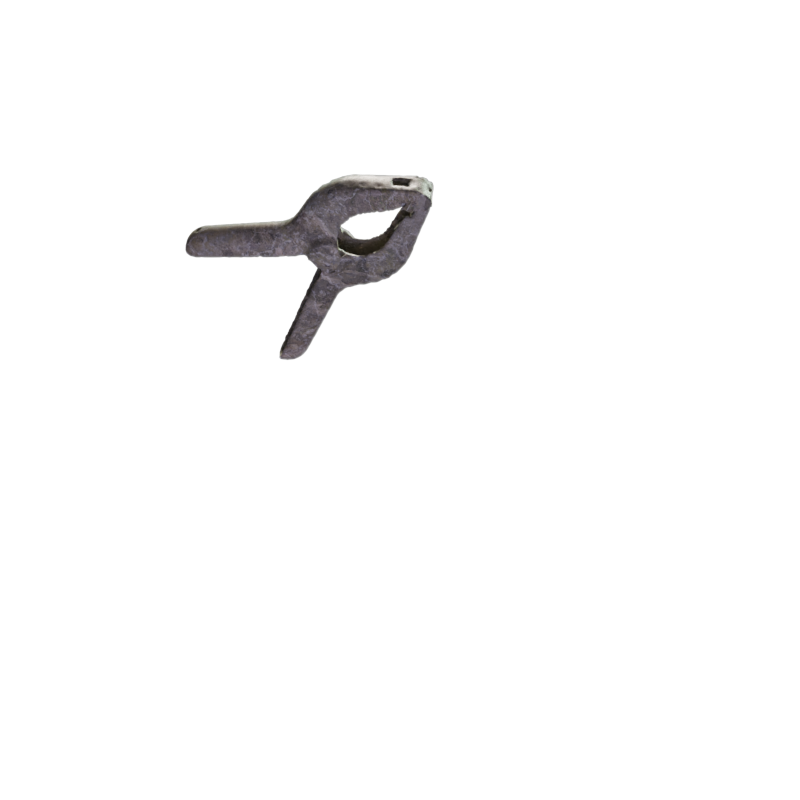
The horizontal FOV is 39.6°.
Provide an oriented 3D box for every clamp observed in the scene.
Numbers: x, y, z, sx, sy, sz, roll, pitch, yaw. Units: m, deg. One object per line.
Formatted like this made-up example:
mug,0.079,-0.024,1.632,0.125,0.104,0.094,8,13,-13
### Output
clamp,-0.059,-0.107,0.751,0.170,0.042,0.113,-38,-62,24
